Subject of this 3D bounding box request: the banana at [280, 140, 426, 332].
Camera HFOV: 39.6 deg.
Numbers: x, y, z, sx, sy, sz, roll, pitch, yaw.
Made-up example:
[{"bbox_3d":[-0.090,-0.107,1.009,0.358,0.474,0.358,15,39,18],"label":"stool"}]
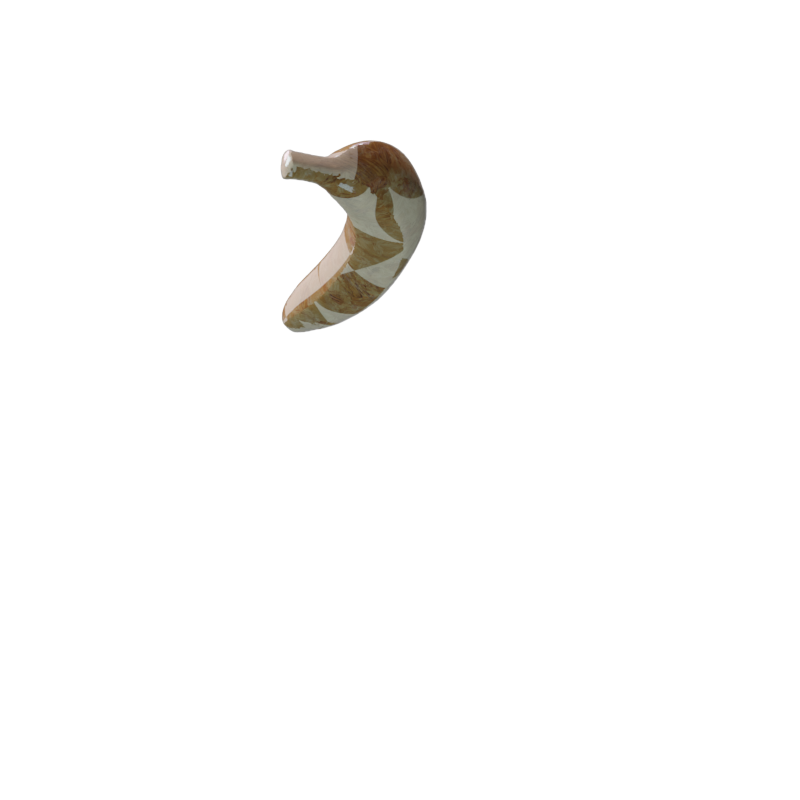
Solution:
[{"bbox_3d":[-0.024,-0.080,0.547,0.069,0.039,0.189,1,-19,-5],"label":"banana"}]
